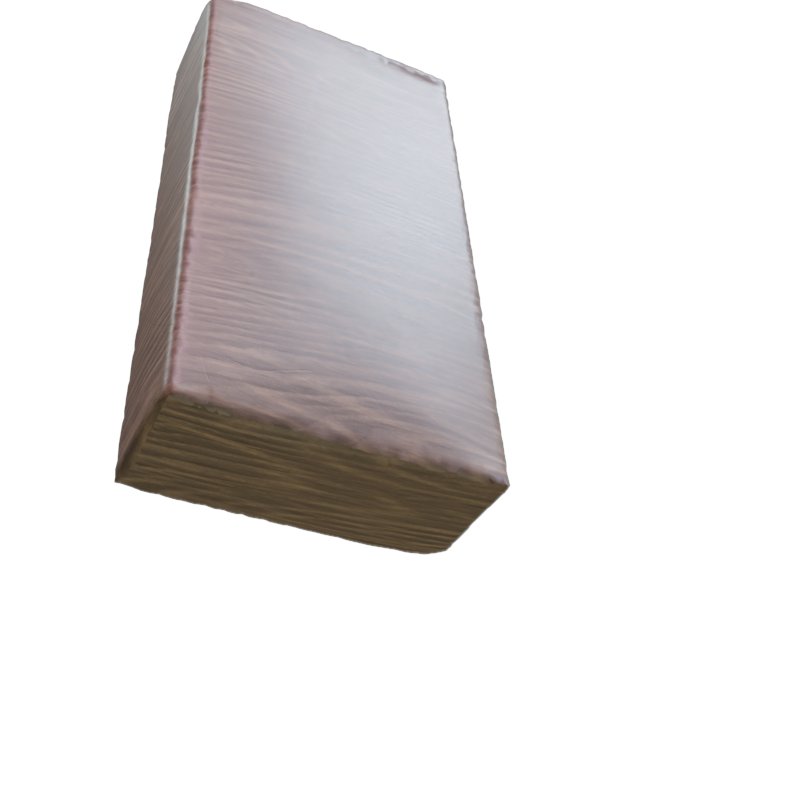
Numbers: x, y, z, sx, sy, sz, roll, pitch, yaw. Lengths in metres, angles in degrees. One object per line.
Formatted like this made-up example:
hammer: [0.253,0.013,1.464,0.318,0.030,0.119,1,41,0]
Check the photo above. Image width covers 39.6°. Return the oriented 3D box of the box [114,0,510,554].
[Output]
box: [-0.026,-0.048,0.333,0.090,0.189,0.046,15,-44,-20]
